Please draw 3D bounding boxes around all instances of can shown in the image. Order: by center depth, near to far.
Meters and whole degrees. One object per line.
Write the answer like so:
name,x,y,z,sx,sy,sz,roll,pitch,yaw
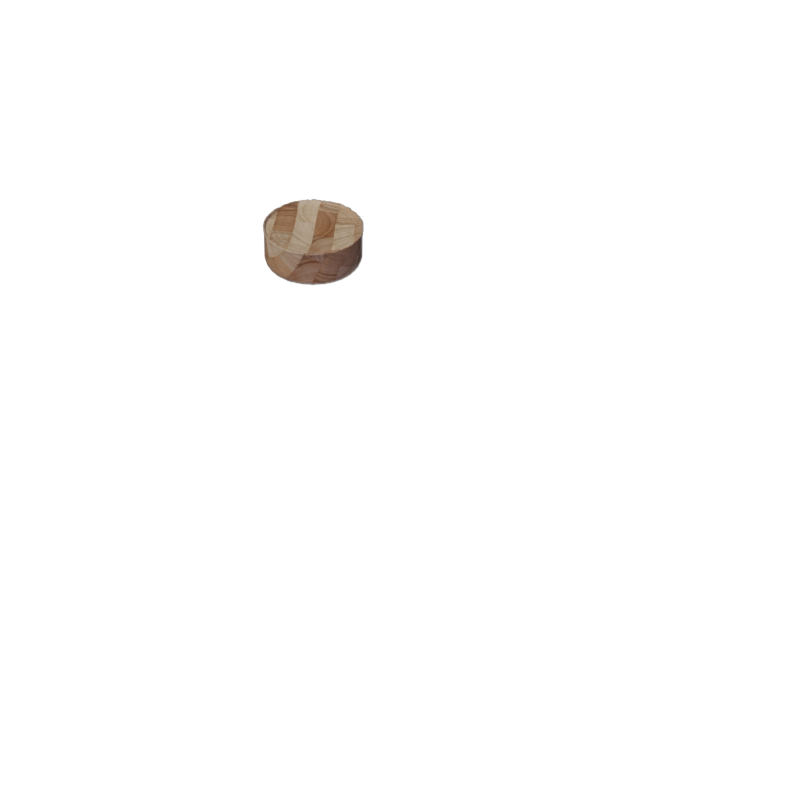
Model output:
can,-0.074,-0.135,0.947,0.086,0.031,0.092,-1,39,-2
